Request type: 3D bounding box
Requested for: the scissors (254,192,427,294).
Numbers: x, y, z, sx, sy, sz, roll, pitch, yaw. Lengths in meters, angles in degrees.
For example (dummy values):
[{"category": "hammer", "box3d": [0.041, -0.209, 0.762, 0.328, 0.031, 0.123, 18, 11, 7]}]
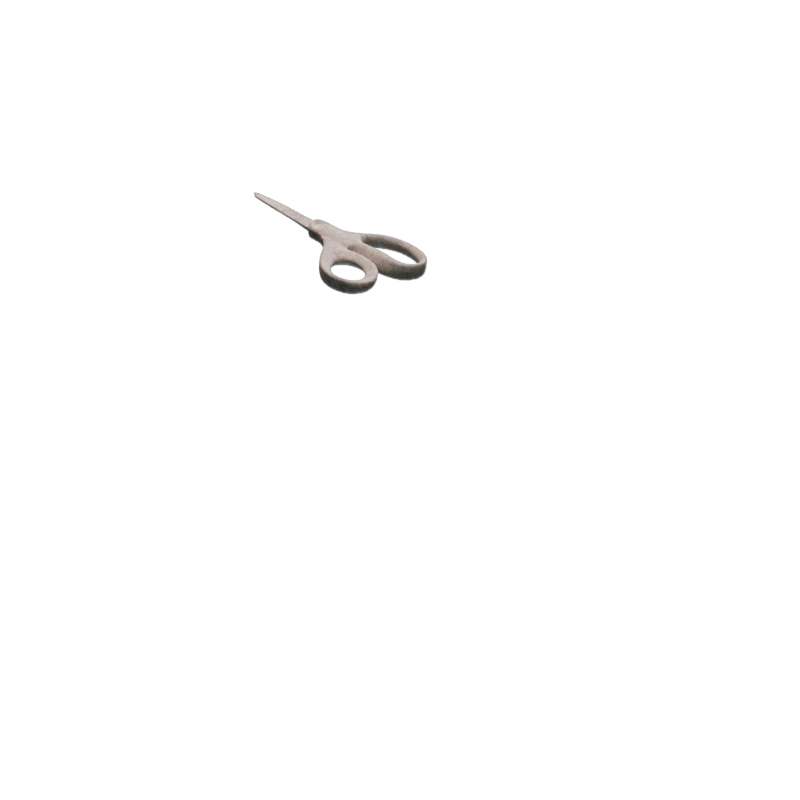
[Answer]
[{"category": "scissors", "box3d": [-0.074, -0.134, 0.939, 0.213, 0.015, 0.097, 22, 39, 29]}]
